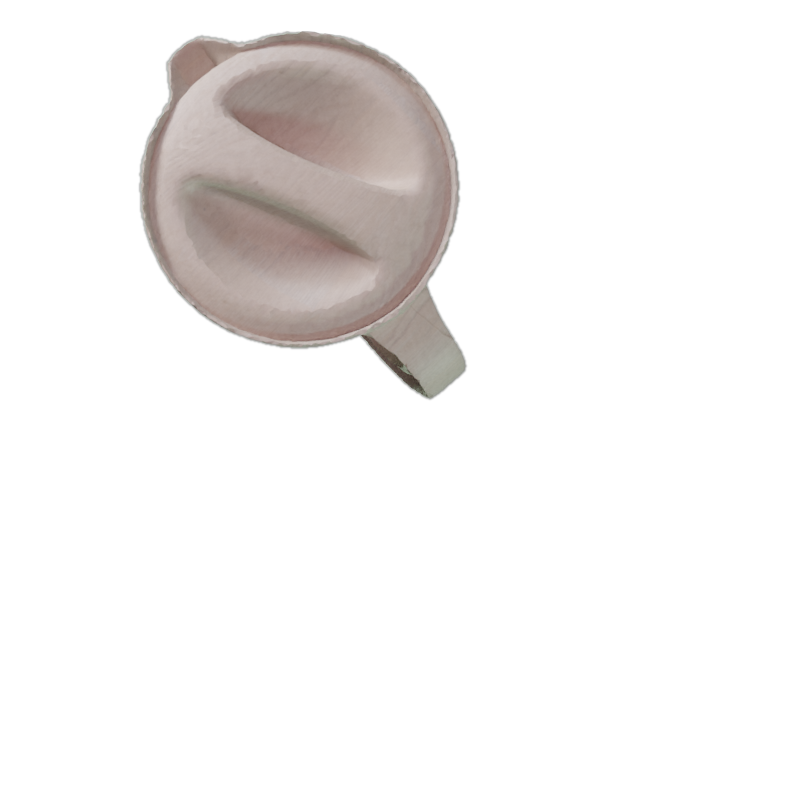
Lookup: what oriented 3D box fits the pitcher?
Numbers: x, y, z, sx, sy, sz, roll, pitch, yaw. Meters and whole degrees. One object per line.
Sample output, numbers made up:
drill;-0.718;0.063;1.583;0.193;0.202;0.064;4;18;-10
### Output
pitcher;-0.045;-0.082;0.571;0.145;0.151;0.241;5;-2;-3
